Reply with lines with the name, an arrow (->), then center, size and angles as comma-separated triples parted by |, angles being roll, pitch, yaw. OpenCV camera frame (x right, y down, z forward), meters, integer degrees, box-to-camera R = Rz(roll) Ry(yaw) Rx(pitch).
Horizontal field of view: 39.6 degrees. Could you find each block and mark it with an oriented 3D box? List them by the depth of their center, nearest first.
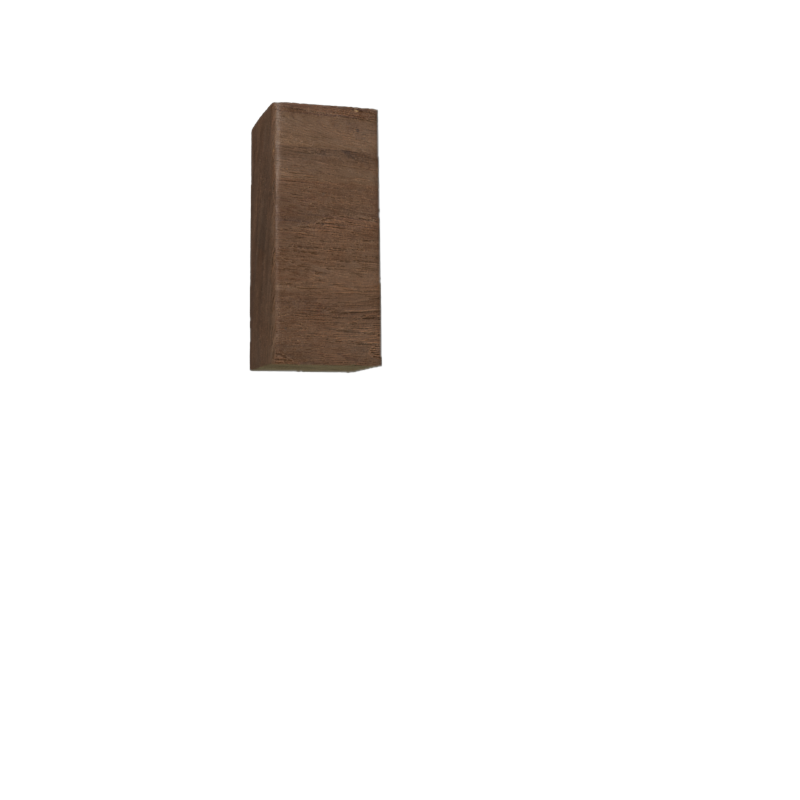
block -> -0.071, -0.129, 0.902 | 0.089, 0.211, 0.090 | 2, -9, -17
